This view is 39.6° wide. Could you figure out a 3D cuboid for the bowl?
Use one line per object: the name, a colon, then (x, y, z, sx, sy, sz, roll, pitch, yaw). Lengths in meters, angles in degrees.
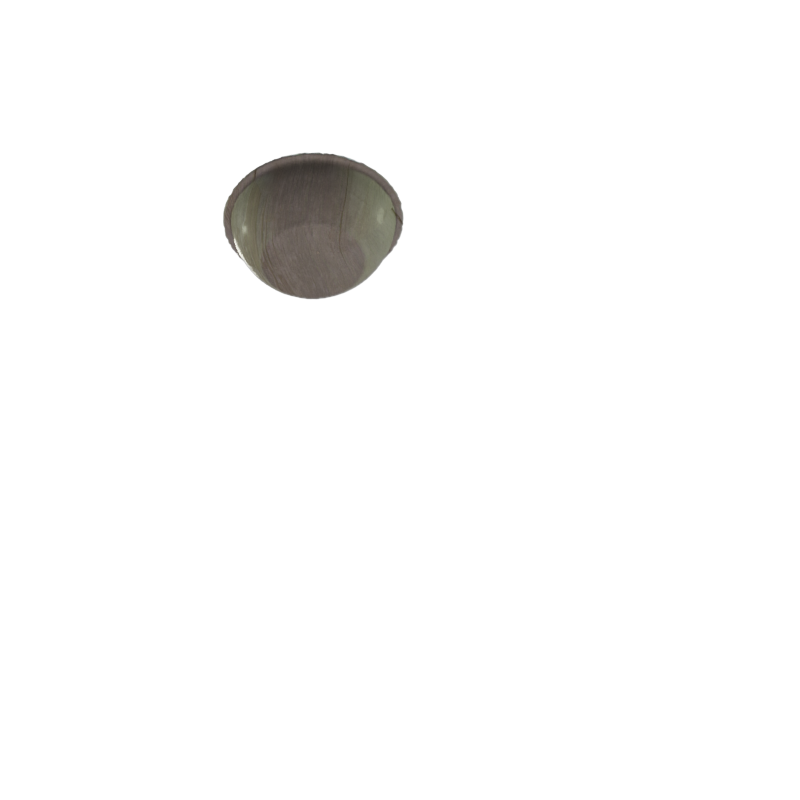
bowl: (-0.076, -0.139, 0.977, 0.162, 0.059, 0.151, 1, -42, -1)
